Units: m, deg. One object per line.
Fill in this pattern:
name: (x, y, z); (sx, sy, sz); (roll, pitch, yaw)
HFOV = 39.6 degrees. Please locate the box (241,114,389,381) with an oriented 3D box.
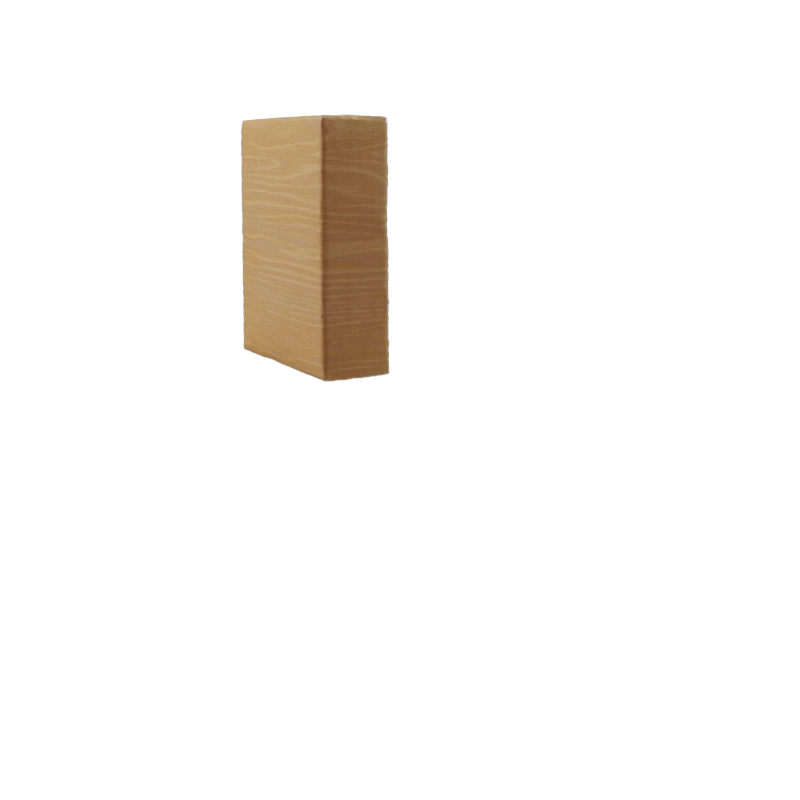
box: (-0.075, -0.137, 0.960); (0.070, 0.211, 0.172); (-3, 8, -30)
